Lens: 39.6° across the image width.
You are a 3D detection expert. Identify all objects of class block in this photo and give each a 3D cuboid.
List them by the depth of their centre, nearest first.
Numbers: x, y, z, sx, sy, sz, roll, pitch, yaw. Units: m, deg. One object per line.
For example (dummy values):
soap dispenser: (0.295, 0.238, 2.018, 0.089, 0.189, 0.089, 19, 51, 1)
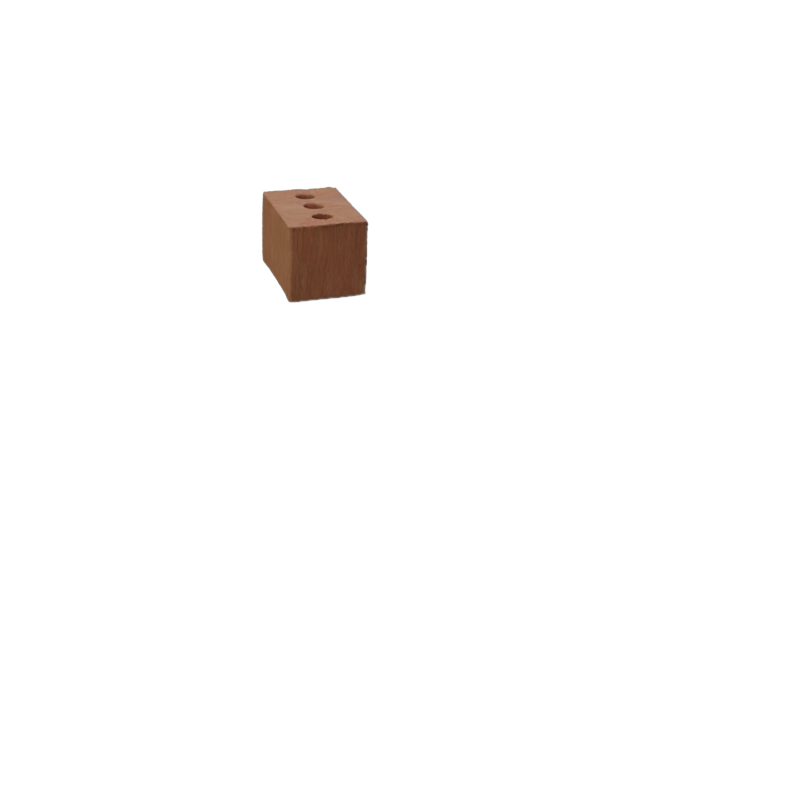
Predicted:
block: (-0.056, -0.103, 0.721, 0.052, 0.049, 0.083, -7, 26, -17)
